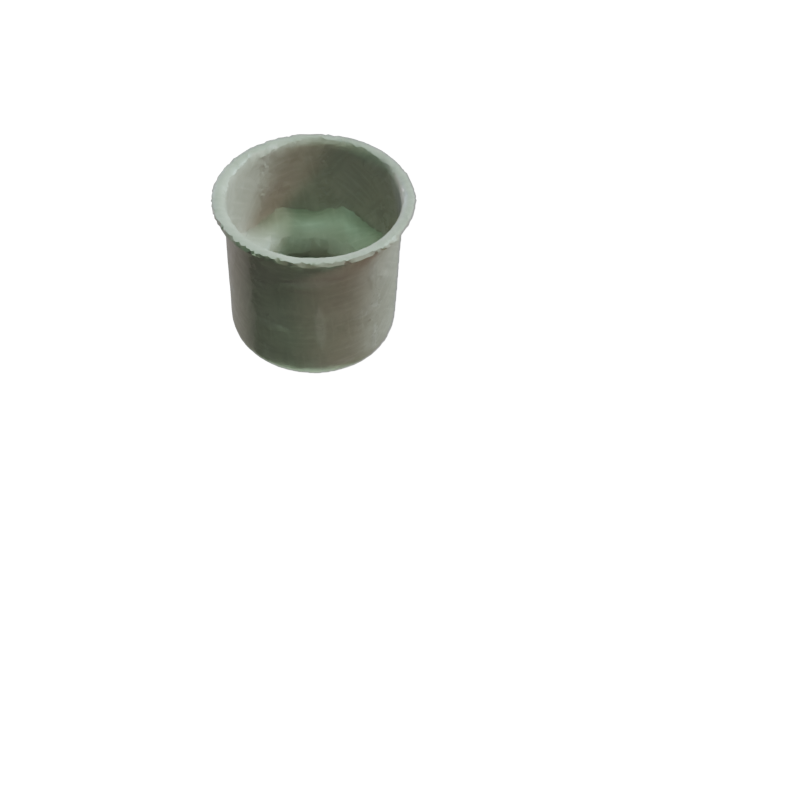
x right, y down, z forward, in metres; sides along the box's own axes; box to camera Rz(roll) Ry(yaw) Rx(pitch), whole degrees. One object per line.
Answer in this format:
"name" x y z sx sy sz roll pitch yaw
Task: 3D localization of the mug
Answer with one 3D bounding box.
"mug" -0.042 -0.077 0.540 0.093 0.126 0.076 -1 -43 -3
